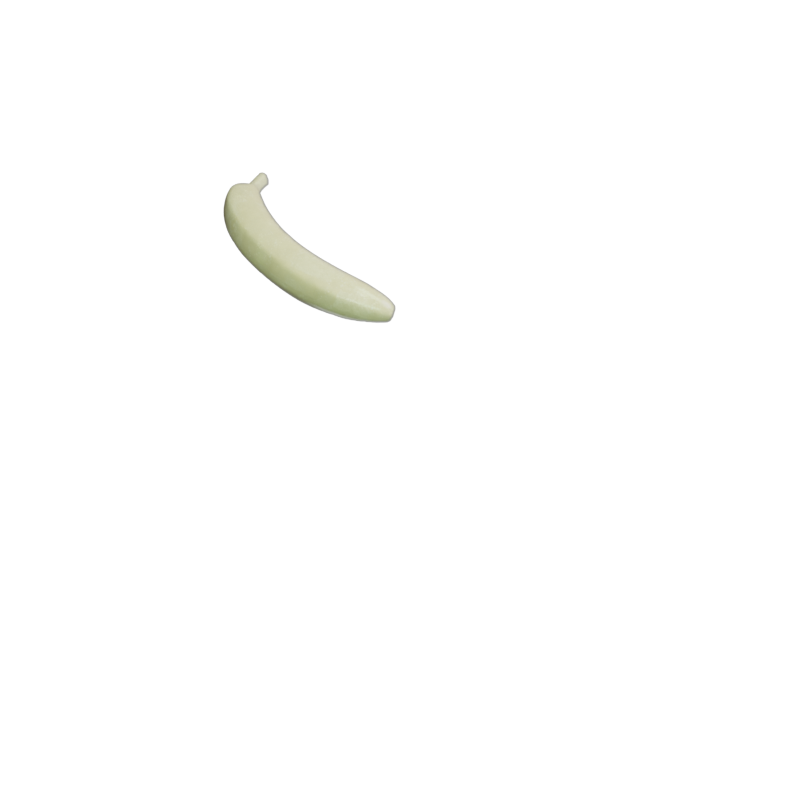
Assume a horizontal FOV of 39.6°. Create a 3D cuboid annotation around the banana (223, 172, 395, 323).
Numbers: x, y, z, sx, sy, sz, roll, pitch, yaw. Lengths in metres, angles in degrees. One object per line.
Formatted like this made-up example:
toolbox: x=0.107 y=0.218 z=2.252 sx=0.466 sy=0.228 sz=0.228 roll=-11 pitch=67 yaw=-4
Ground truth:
banana: x=-0.085 y=-0.119 z=0.865 sx=0.069 sy=0.034 sz=0.213 roll=-26 pitch=53 yaw=-22
